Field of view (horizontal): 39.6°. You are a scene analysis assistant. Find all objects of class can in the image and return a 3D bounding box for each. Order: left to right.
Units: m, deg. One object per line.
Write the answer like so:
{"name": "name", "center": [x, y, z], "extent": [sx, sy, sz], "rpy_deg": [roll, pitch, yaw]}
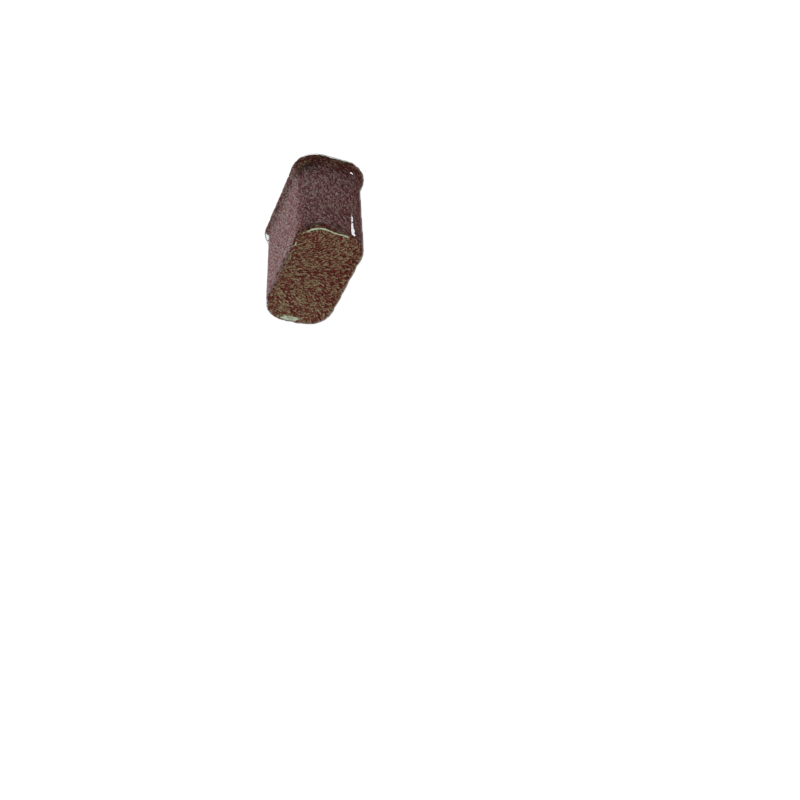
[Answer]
{"name": "can", "center": [-0.065, -0.119, 0.833], "extent": [0.056, 0.090, 0.097], "rpy_deg": [15, -47, -17]}
